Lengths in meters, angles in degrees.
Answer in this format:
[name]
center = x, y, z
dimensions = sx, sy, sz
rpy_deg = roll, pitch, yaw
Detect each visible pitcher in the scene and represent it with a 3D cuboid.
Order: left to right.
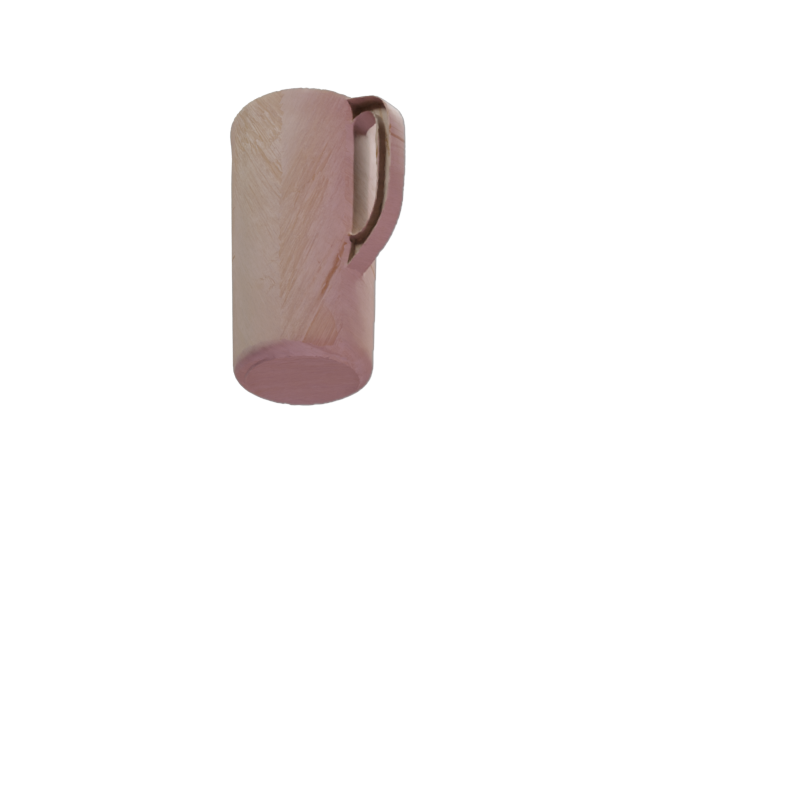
[pitcher]
center = -0.070, -0.129, 0.900
dimensions = 0.144, 0.259, 0.140
rpy_deg = 0, -30, -3
